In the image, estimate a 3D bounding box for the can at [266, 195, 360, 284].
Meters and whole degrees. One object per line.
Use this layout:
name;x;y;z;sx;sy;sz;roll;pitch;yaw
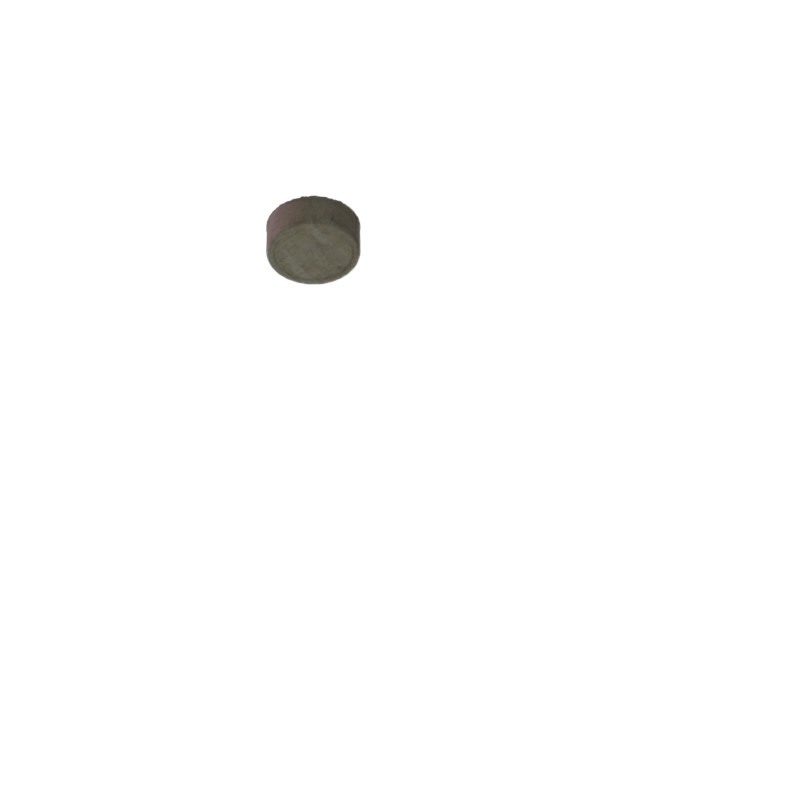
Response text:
can;-0.078;-0.142;0.994;0.086;0.036;0.080;1;-37;-2
